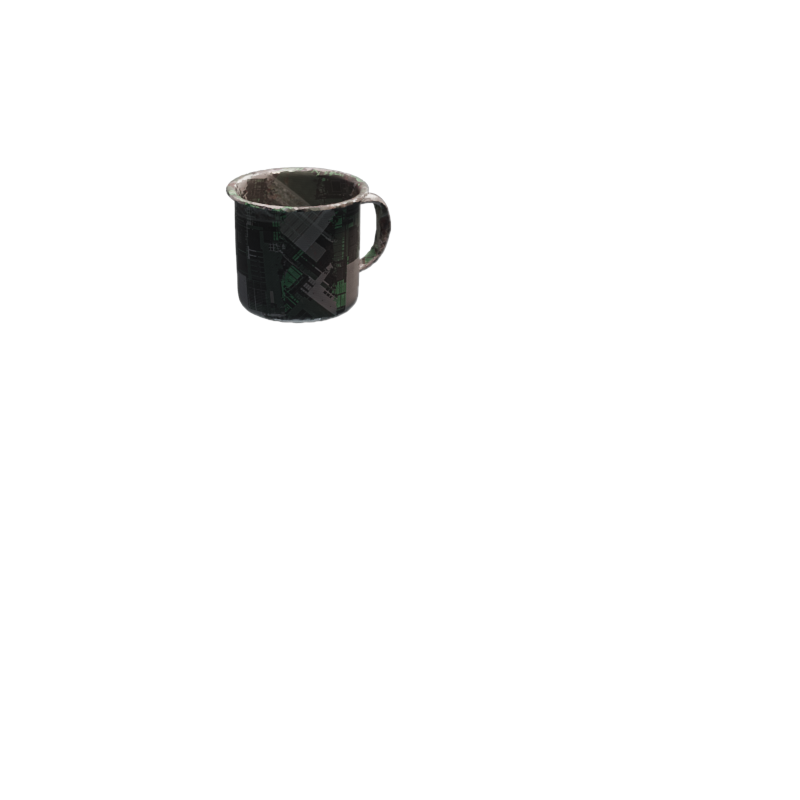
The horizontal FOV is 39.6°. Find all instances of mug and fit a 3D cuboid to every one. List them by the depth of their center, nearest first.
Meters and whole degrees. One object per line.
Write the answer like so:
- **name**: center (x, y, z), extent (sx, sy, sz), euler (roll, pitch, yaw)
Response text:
- **mug**: center (-0.058, -0.105, 0.739), extent (0.115, 0.078, 0.100), euler (-15, 29, -31)
